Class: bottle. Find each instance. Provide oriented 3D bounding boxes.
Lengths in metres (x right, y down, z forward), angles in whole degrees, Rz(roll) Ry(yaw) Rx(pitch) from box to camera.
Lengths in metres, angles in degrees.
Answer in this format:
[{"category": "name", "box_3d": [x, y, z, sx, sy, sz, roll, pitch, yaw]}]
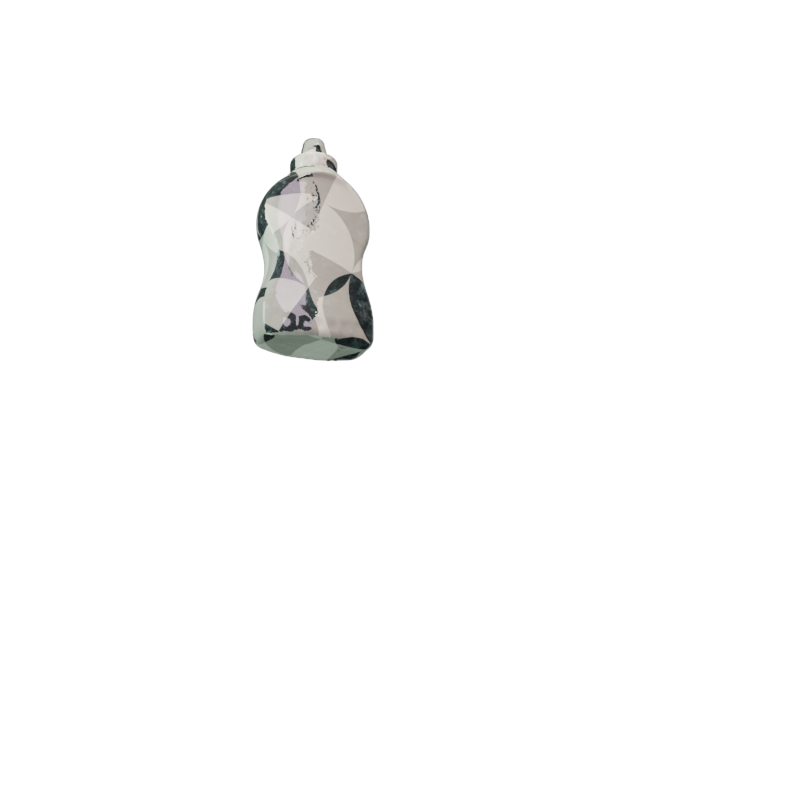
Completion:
[{"category": "bottle", "box_3d": [-0.072, -0.132, 0.925, 0.093, 0.202, 0.057, 7, -26, -18]}]
